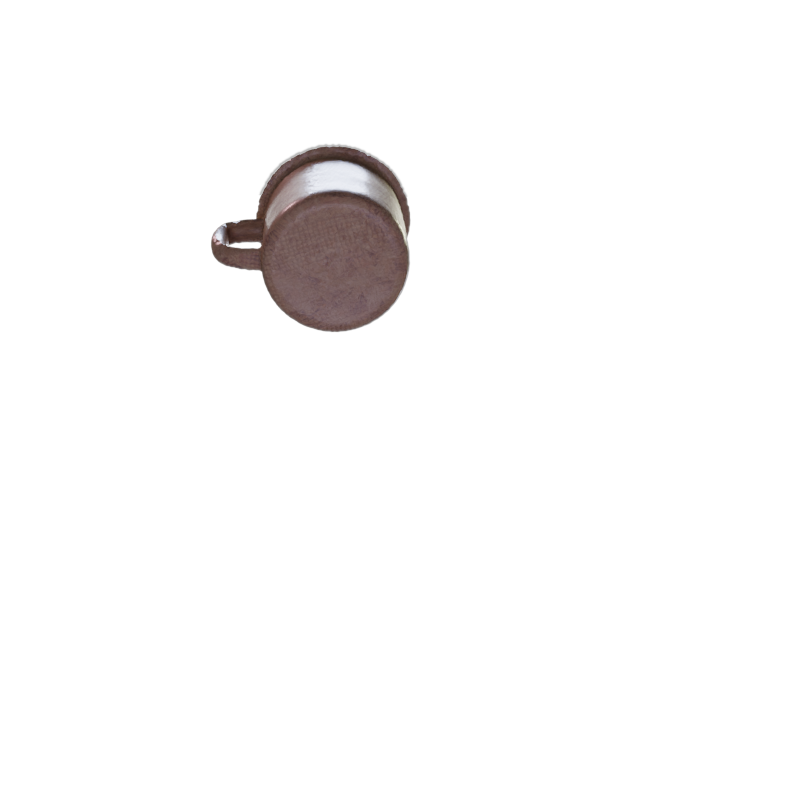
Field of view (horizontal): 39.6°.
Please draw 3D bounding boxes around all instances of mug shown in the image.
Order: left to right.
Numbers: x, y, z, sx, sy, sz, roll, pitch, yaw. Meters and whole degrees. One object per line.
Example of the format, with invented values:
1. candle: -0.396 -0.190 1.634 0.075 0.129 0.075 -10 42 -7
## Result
1. mug: -0.050 -0.090 0.633 0.117 0.089 0.086 1 23 -2
